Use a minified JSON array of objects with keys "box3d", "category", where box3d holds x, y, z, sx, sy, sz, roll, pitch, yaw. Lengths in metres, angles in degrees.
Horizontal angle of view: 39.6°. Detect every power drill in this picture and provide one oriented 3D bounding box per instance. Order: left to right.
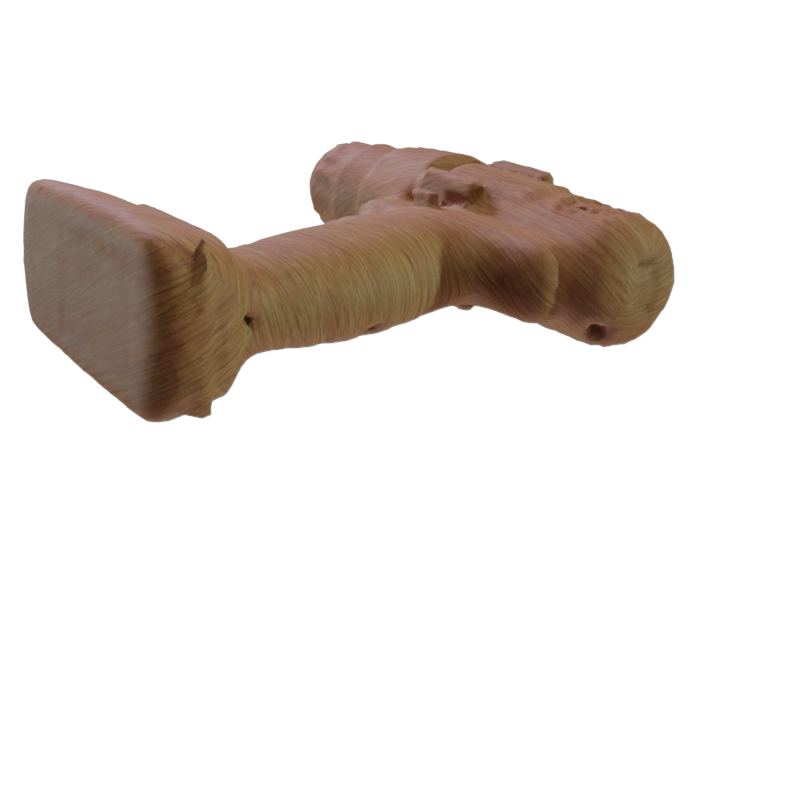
[{"box3d":[-0.031,-0.056,0.391,0.183,0.055,0.196,-14,26,-33],"category":"power drill"}]
